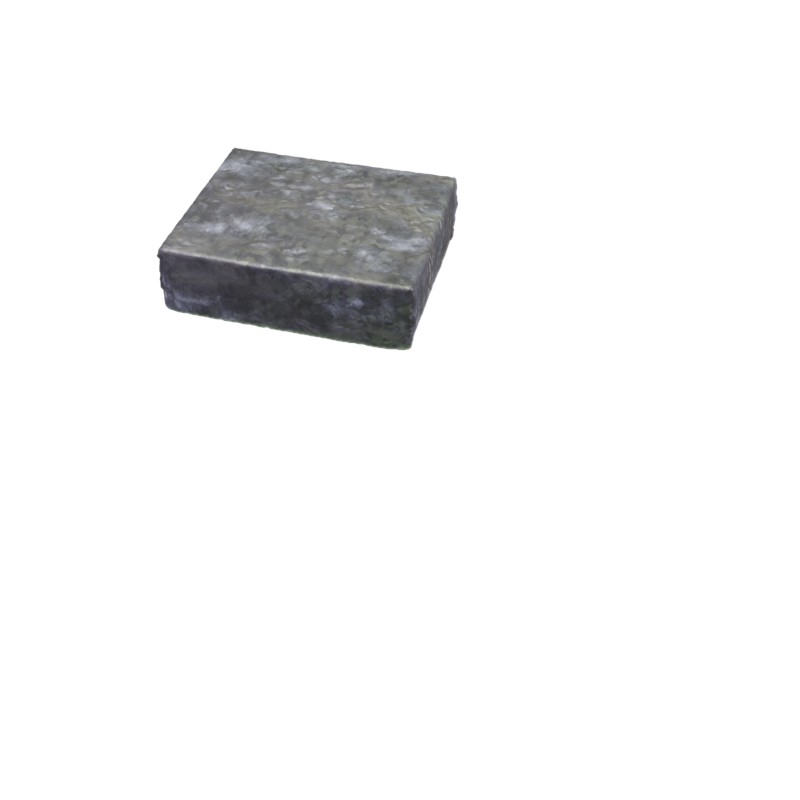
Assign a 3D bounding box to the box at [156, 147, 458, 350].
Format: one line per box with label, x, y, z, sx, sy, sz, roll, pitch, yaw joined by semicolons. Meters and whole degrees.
box;-0.039;-0.070;0.493;0.116;0.036;0.094;11;42;12
